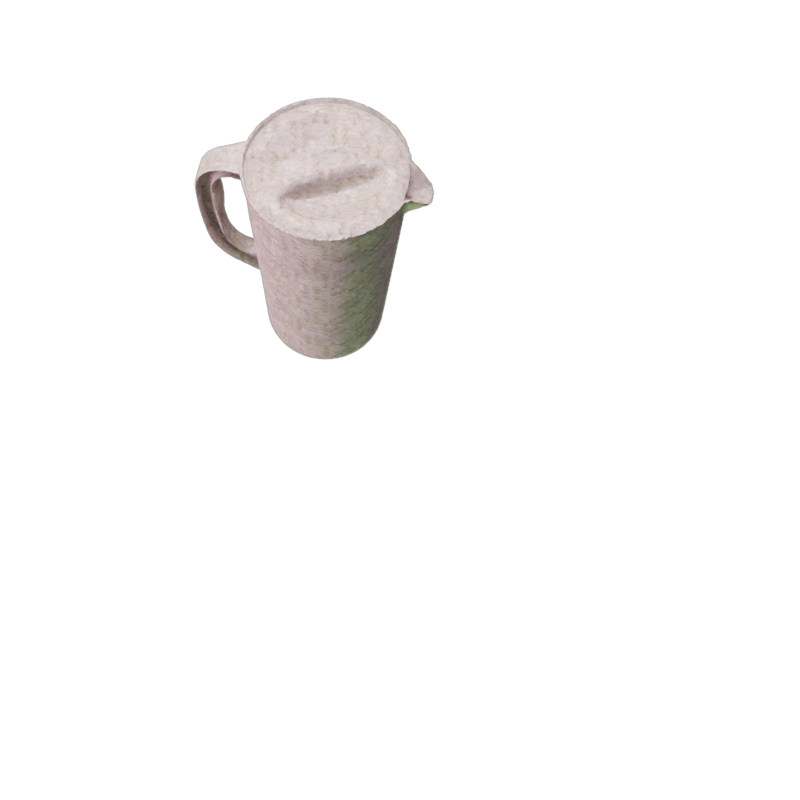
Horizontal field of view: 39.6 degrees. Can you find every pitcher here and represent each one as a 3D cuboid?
[{"bbox_3d":[-0.074,-0.134,0.939,0.145,0.158,0.229,-33,-21,-18],"label":"pitcher"}]
